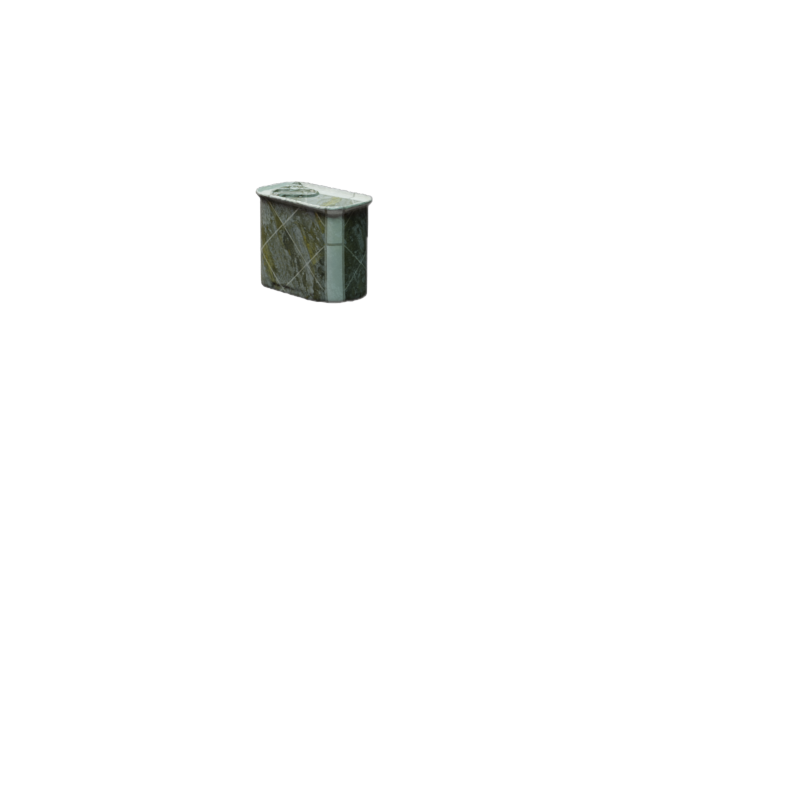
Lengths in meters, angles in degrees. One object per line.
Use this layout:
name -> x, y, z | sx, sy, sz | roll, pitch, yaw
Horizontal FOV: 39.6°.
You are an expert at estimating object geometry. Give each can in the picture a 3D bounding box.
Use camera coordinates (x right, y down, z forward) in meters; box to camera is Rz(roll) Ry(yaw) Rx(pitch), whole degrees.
can -> -0.073, -0.133, 0.929 | 0.108, 0.081, 0.056 | 18, 25, 39
